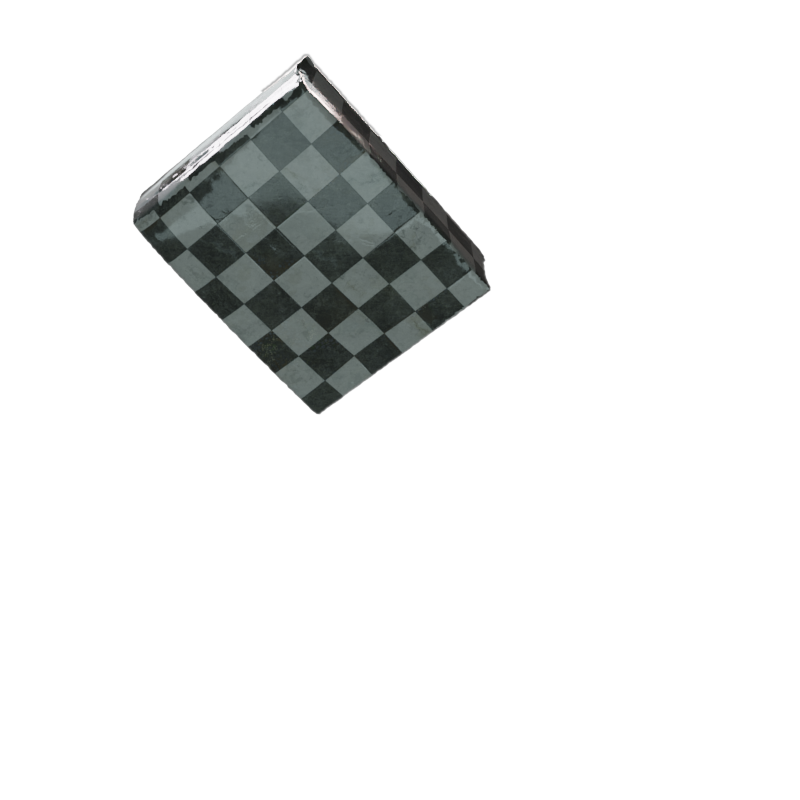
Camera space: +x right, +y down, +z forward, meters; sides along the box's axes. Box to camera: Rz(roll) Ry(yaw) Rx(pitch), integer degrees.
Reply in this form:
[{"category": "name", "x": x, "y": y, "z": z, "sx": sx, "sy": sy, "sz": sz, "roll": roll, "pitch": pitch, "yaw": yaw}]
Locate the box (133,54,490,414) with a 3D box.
[{"category": "box", "x": -0.034, "y": -0.062, "z": 0.432, "sx": 0.089, "sy": 0.108, "sz": 0.041, "roll": -37, "pitch": 22, "yaw": 17}]
